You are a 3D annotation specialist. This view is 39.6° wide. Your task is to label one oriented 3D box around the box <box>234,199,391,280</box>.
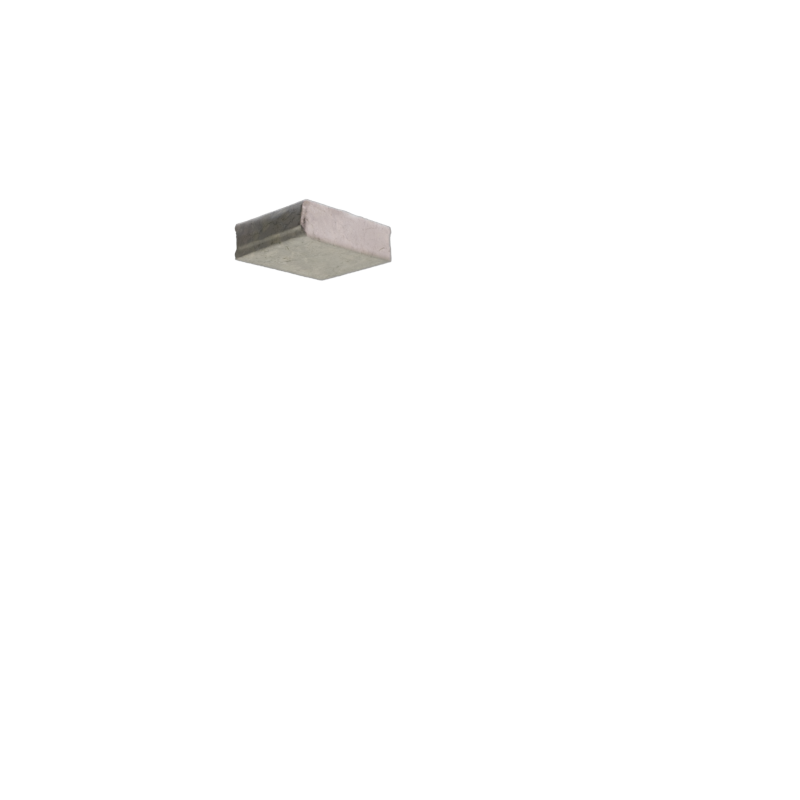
[{"bbox_3d":[-0.062,-0.113,0.789,0.075,0.031,0.084,-11,-16,43],"label":"box"}]
